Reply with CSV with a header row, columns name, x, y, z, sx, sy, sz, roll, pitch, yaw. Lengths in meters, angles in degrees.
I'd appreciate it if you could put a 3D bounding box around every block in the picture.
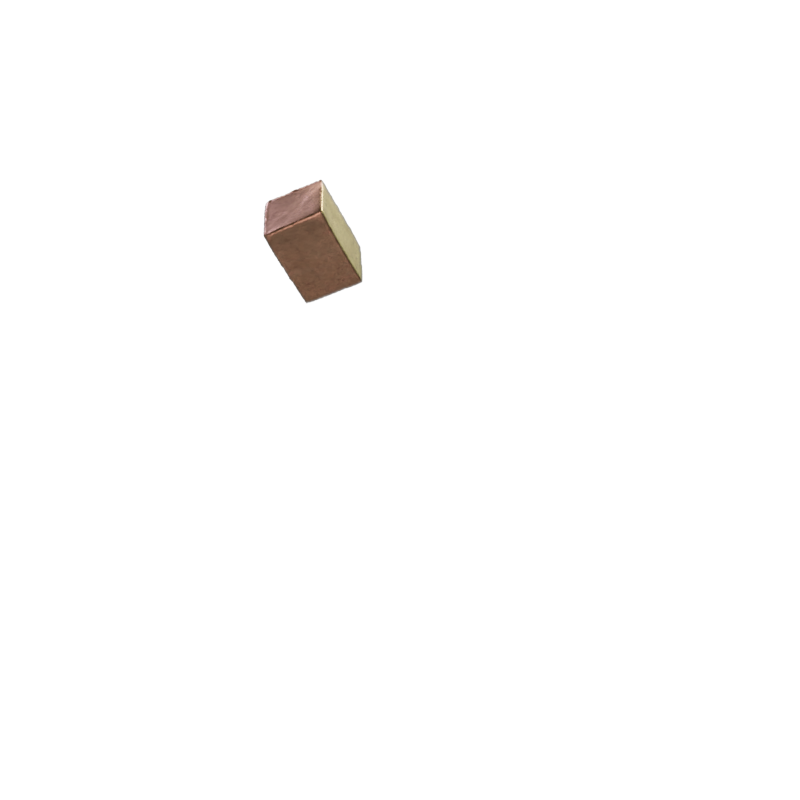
name,x,y,z,sx,sy,sz,roll,pitch,yaw
block,-0.070,-0.128,0.895,0.053,0.072,0.055,-21,36,14
